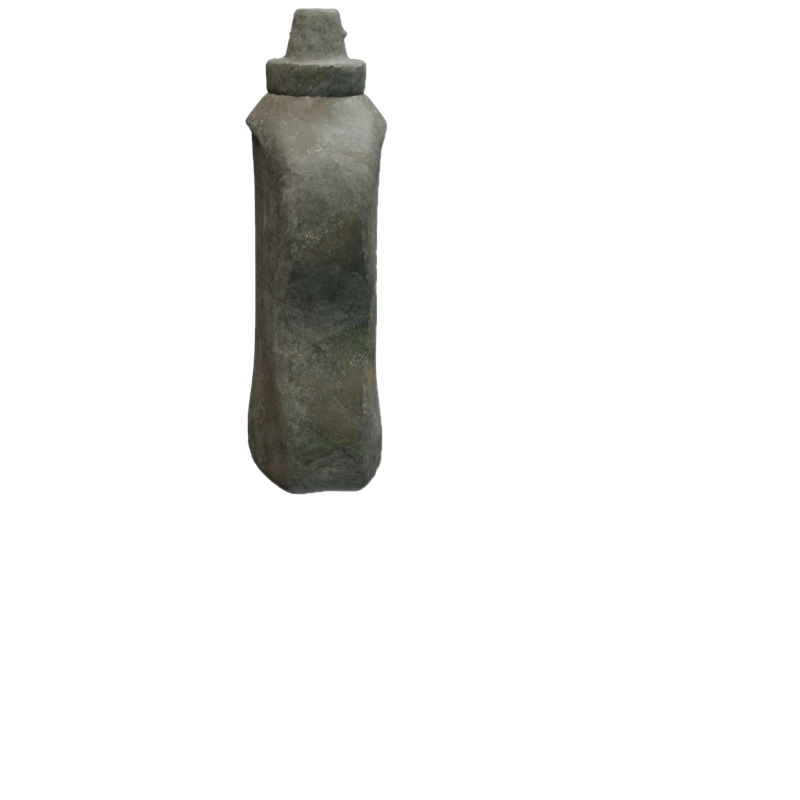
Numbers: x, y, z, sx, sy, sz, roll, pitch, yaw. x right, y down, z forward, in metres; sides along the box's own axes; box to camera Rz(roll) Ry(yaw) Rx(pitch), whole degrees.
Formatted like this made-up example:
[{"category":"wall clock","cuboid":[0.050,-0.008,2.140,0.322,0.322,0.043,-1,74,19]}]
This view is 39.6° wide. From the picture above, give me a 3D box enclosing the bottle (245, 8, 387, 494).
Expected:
[{"category":"bottle","cuboid":[-0.036,-0.067,0.466,0.058,0.186,0.100,-1,15,-8]}]
